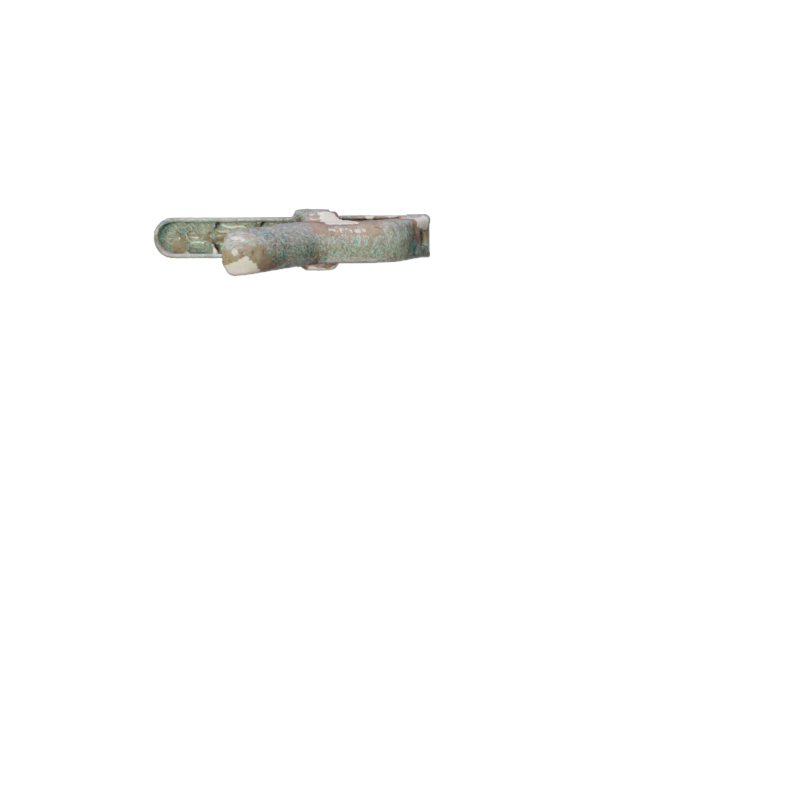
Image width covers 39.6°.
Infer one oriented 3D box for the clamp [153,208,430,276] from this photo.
[{"bbox_3d":[-0.051,-0.094,0.657,0.168,0.038,0.127,-7,20,-19],"label":"clamp"}]
